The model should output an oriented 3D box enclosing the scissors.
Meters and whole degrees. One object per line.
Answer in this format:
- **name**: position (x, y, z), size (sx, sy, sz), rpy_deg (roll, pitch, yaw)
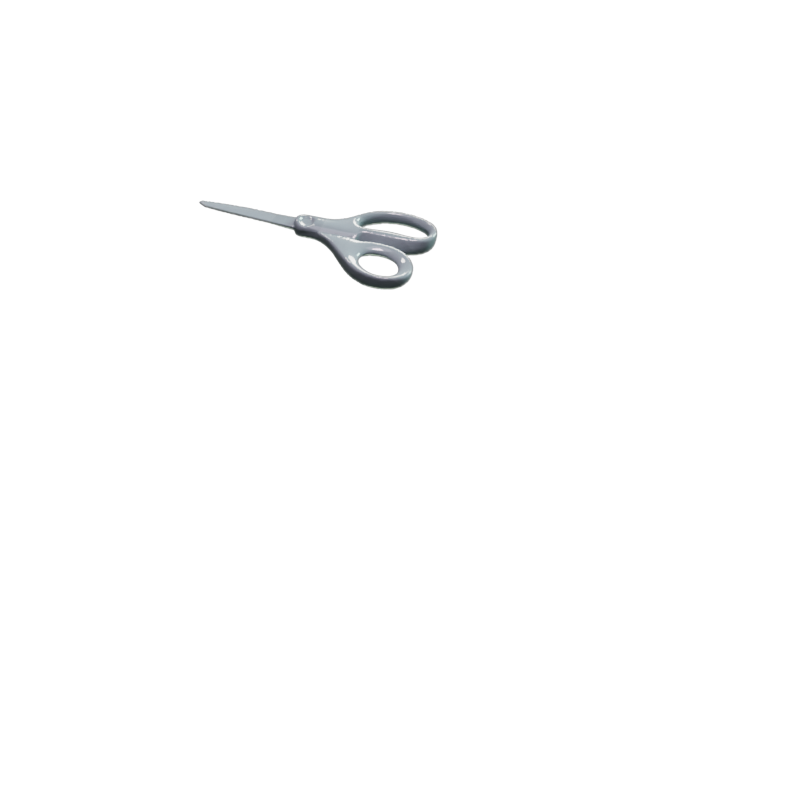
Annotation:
- **scissors**: position (-0.071, -0.130, 0.907), size (0.202, 0.015, 0.103), rpy_deg (3, 44, 3)
